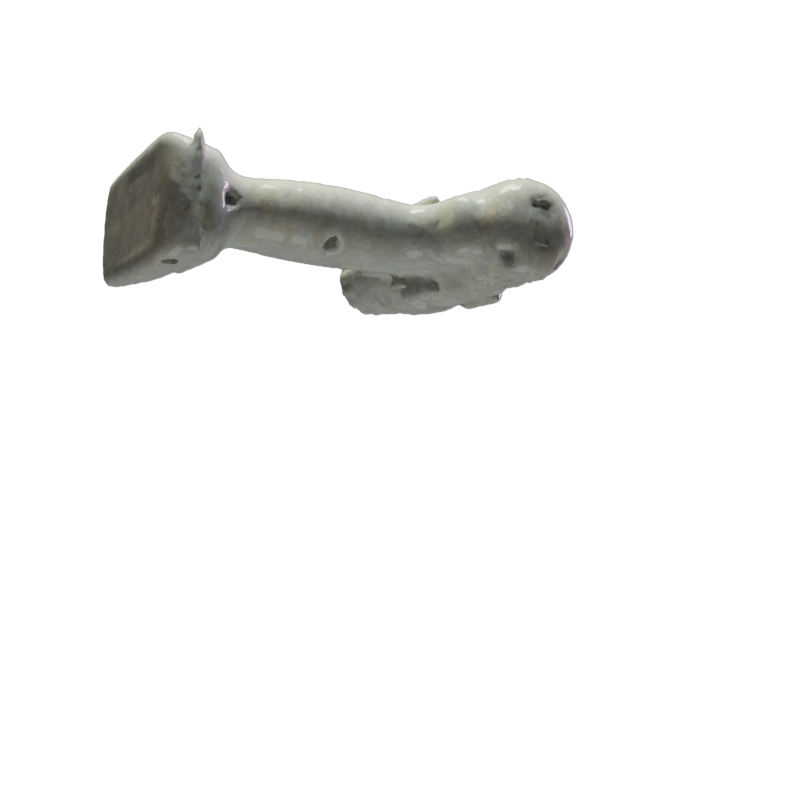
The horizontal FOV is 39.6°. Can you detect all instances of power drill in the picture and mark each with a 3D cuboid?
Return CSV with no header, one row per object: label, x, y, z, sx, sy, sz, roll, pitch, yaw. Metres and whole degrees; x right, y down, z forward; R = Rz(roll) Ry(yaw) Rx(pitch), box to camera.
power drill,-0.041,-0.075,0.528,0.182,0.059,0.186,3,-6,-25
